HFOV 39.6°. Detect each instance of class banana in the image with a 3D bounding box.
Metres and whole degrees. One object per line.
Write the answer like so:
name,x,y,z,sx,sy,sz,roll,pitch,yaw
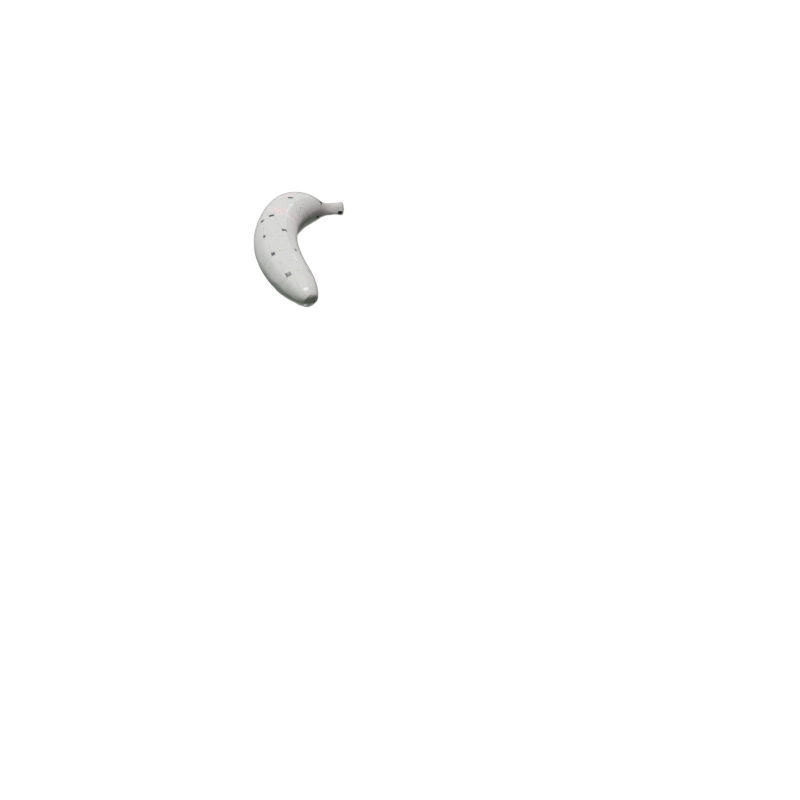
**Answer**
banana,-0.093,-0.139,0.955,0.070,0.035,0.208,3,32,4
